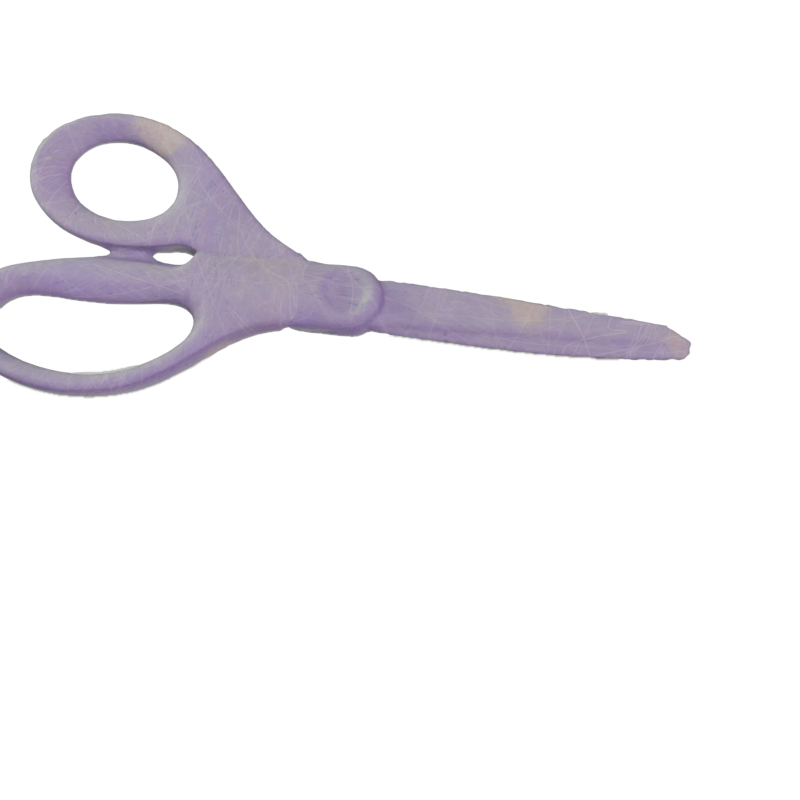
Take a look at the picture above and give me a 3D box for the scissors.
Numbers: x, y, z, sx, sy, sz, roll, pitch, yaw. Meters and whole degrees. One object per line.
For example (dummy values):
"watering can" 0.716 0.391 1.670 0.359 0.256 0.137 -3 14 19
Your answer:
"scissors" -0.025 -0.046 0.324 0.201 0.102 0.015 -7 -22 -3
